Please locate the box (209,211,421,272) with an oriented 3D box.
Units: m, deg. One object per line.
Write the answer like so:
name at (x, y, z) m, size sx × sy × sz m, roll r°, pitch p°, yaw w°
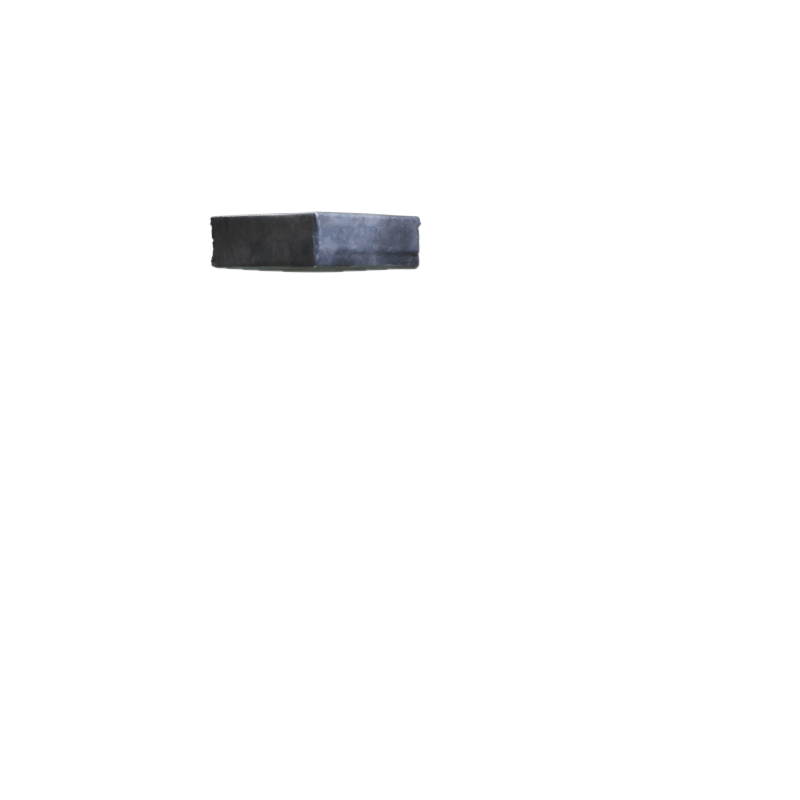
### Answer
box at (-0.057, -0.103, 0.724) m, size 0.086 × 0.039 × 0.118 m, roll -3°, pitch 5°, yaw -42°
